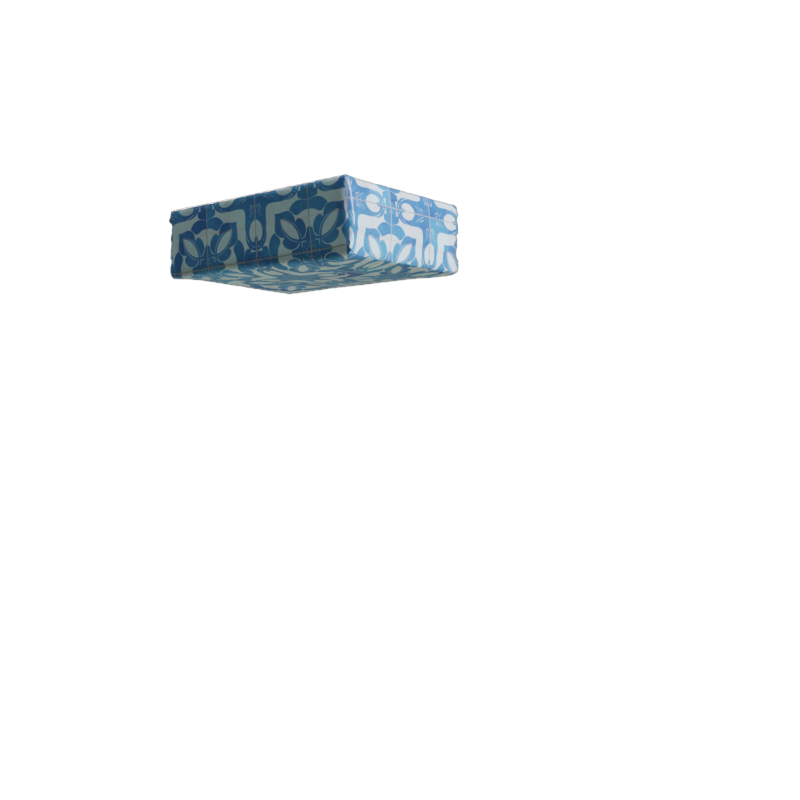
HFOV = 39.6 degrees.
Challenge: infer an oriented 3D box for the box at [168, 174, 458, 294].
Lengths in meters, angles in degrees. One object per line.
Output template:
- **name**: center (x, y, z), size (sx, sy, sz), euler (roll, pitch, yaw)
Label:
- **box**: center (-0.042, -0.077, 0.538), size (0.117, 0.039, 0.086), euler (-1, -2, 37)
